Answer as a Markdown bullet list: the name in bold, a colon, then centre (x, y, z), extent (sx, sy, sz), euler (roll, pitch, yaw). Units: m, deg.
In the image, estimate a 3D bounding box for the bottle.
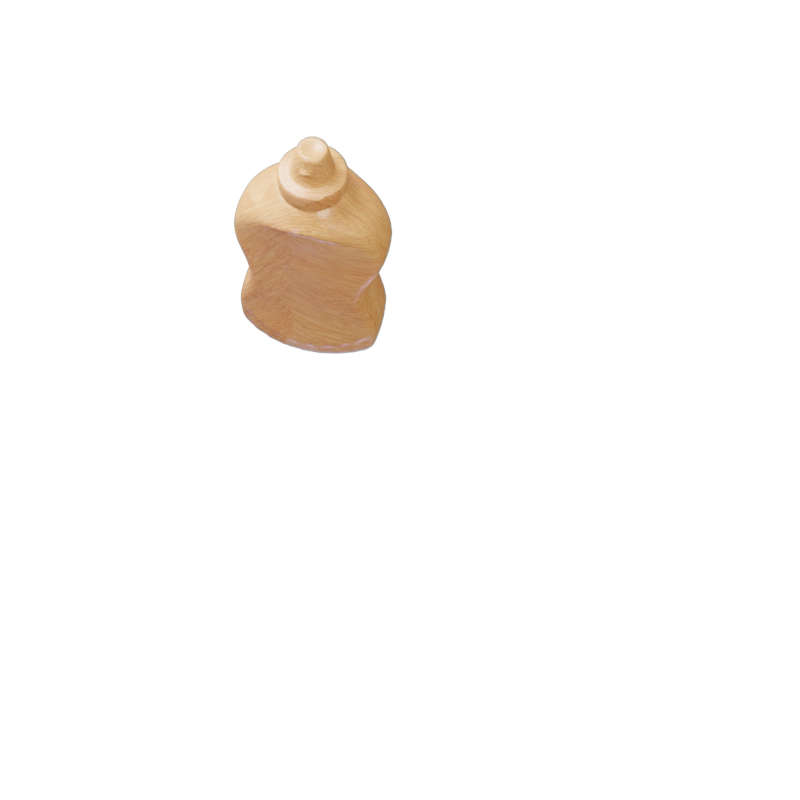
- **bottle**: centre (-0.054, -0.098, 0.690), extent (0.097, 0.061, 0.180), euler (17, -27, 6)
